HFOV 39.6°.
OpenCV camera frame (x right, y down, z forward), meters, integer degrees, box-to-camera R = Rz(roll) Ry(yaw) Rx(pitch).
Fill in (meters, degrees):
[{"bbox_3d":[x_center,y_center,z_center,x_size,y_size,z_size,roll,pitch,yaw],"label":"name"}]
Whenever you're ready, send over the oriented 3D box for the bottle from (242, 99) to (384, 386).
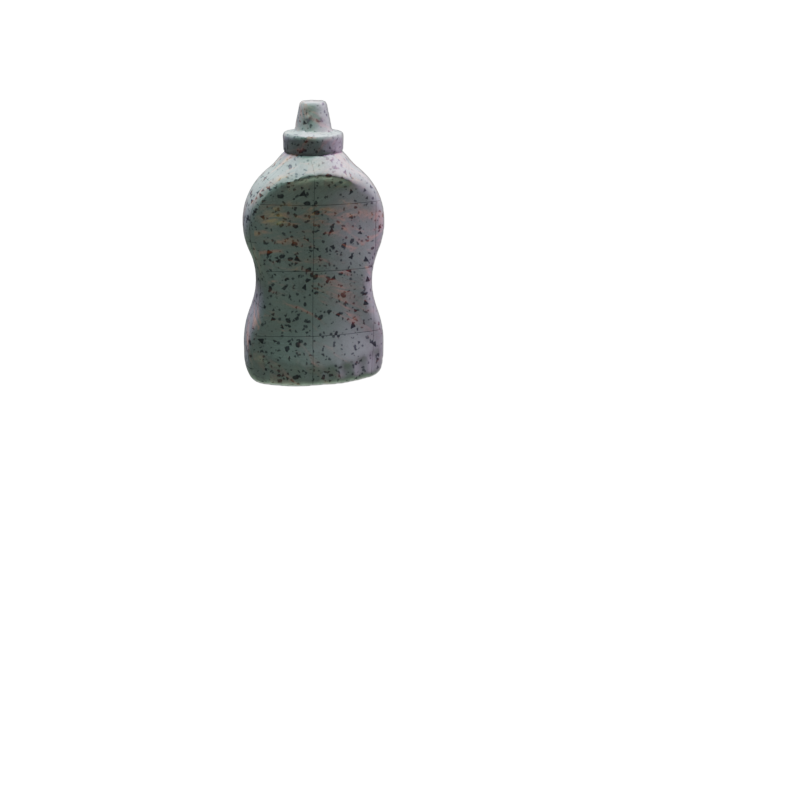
[{"bbox_3d":[-0.059,-0.108,0.758,0.095,0.185,0.061,-2,15,-10],"label":"bottle"}]
